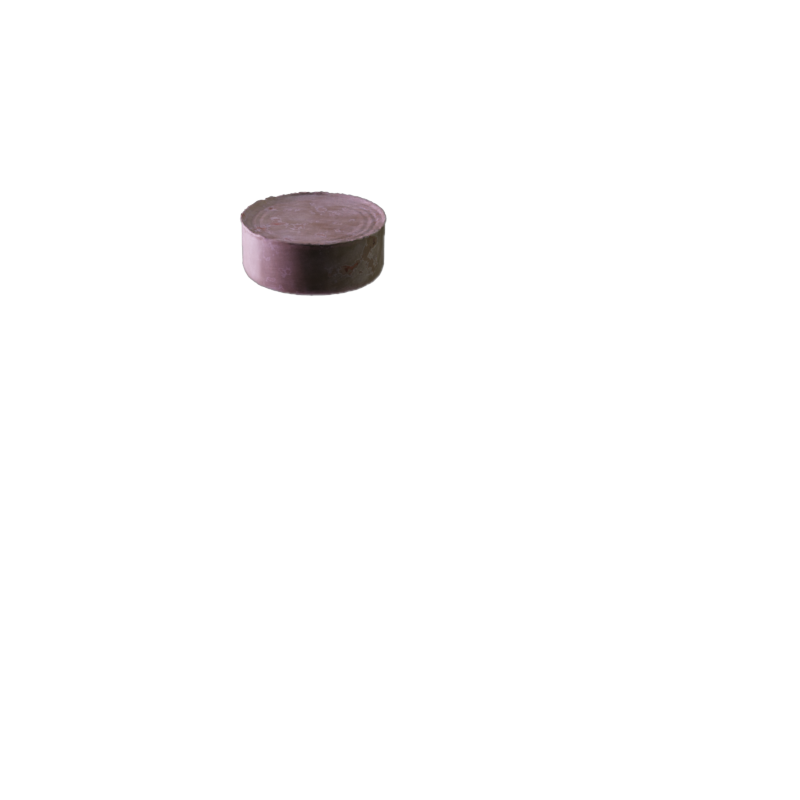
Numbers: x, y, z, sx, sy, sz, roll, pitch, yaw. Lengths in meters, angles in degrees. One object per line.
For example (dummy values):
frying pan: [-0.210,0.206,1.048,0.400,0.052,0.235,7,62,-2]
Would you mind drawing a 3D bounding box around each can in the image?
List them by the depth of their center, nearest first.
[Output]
can: [-0.051,-0.094,0.655,0.086,0.032,0.091,-1,28,-2]
